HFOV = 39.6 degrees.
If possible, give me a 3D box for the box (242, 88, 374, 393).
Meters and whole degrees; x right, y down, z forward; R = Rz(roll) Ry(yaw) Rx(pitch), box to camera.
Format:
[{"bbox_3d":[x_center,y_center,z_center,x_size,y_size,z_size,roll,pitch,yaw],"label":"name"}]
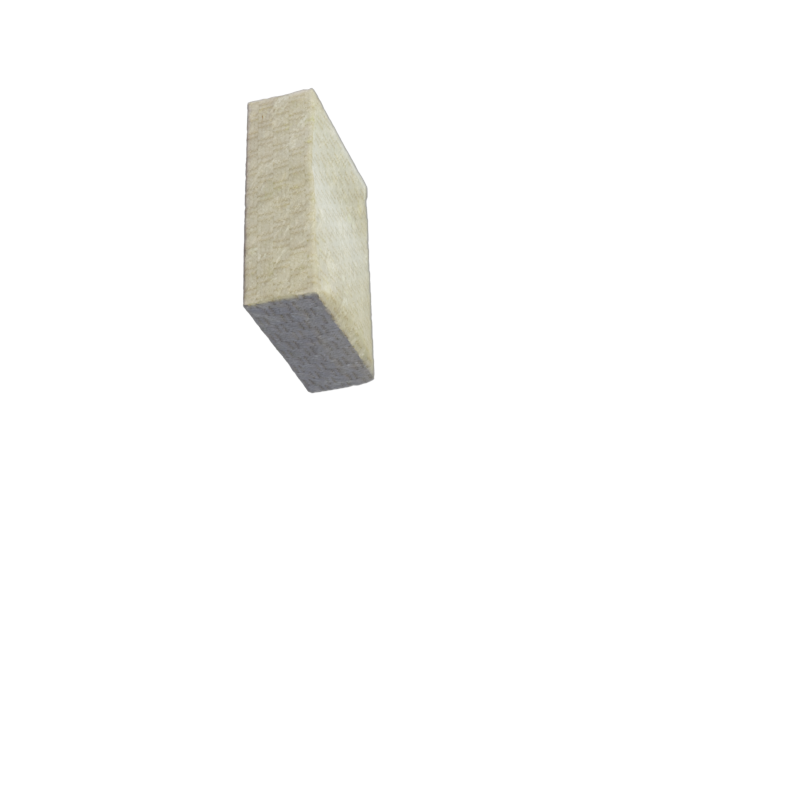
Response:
[{"bbox_3d":[-0.076,-0.139,0.972,0.073,0.228,0.152,-11,-32,13],"label":"box"}]
